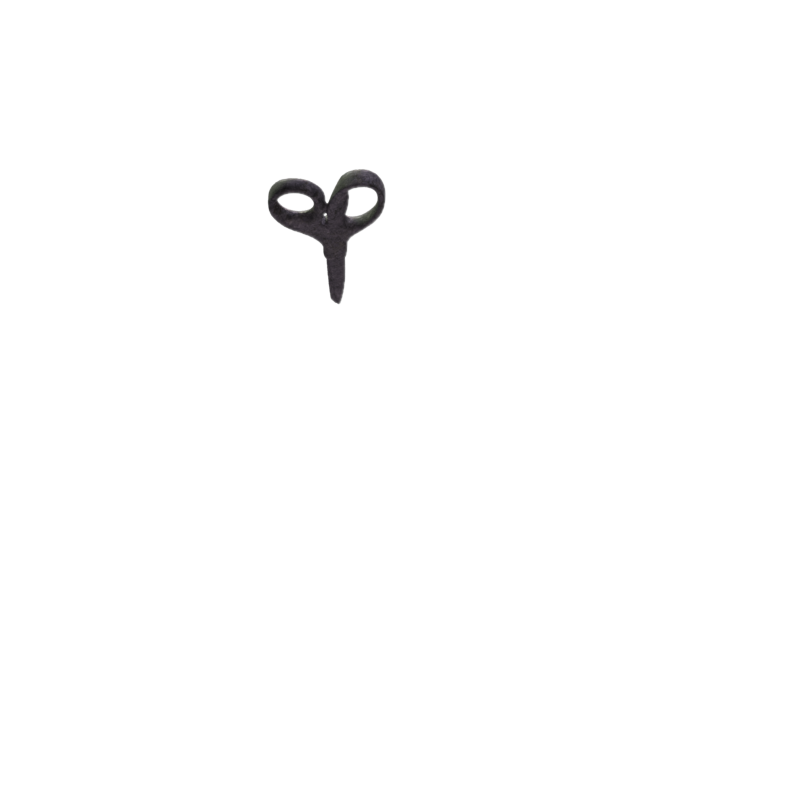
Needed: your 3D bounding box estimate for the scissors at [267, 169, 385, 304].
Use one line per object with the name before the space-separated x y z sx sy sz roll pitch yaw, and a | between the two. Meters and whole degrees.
scissors | -0.069 -0.125 0.879 0.094 0.017 0.195 7 -24 -16
